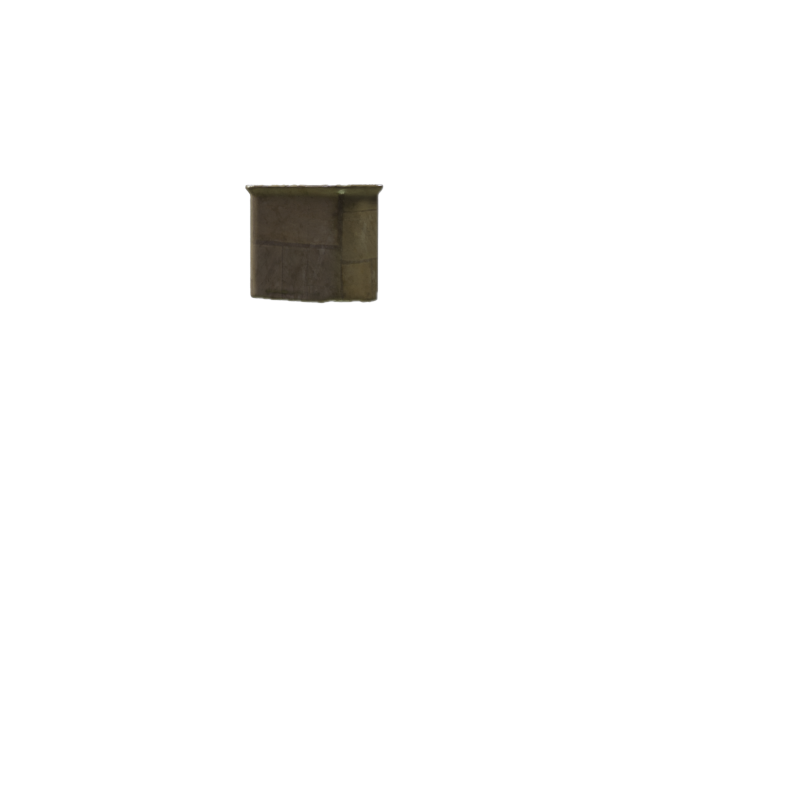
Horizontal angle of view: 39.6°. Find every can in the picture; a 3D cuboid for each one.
[{"bbox_3d":[-0.063,-0.115,0.809,0.106,0.083,0.056,6,8,34],"label":"can"}]
